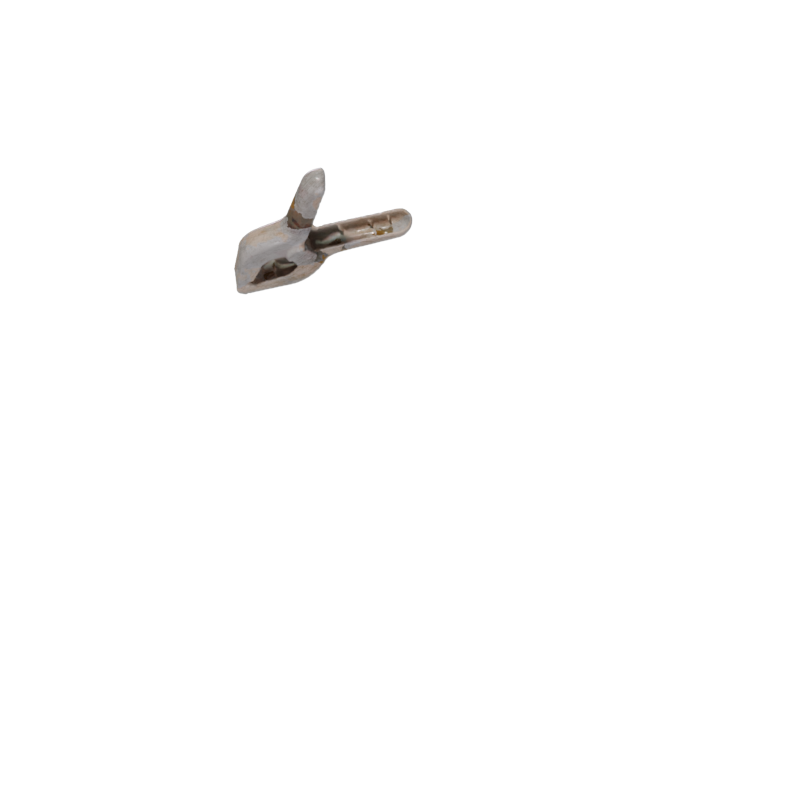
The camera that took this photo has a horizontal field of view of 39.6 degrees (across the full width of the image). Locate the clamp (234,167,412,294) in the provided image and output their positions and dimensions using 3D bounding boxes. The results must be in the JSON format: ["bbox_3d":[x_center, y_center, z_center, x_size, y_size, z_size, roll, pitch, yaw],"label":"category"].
[{"bbox_3d":[-0.076,-0.139,0.972,0.114,0.042,0.170,20,-34,-33],"label":"clamp"}]
